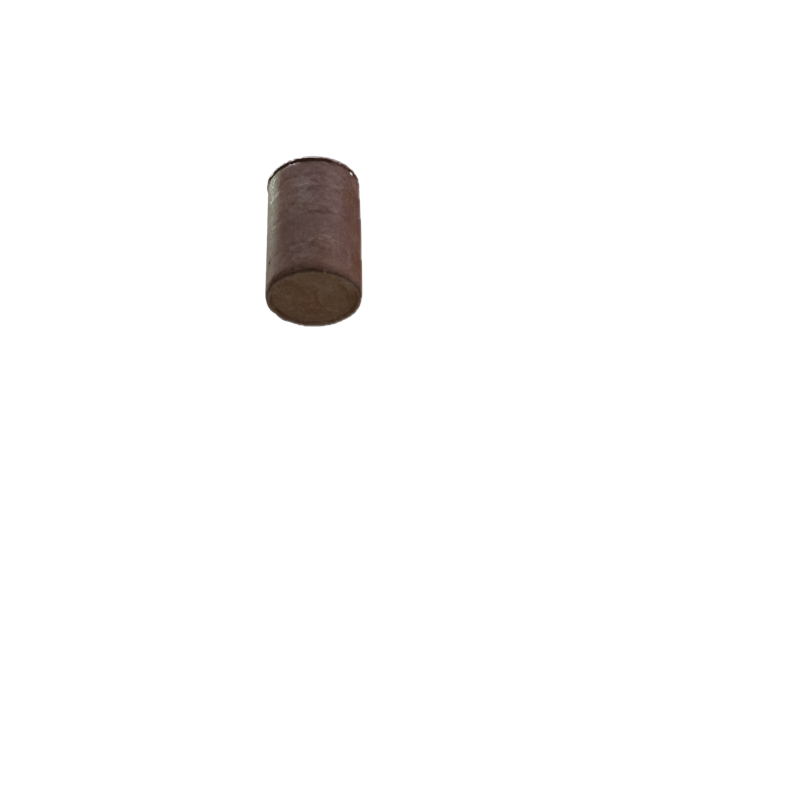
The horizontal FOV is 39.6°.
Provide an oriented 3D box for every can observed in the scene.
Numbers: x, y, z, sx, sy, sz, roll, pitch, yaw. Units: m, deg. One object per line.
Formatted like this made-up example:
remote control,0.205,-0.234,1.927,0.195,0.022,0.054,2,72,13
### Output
can,-0.061,-0.111,0.781,0.068,0.109,0.064,-1,-34,-2
